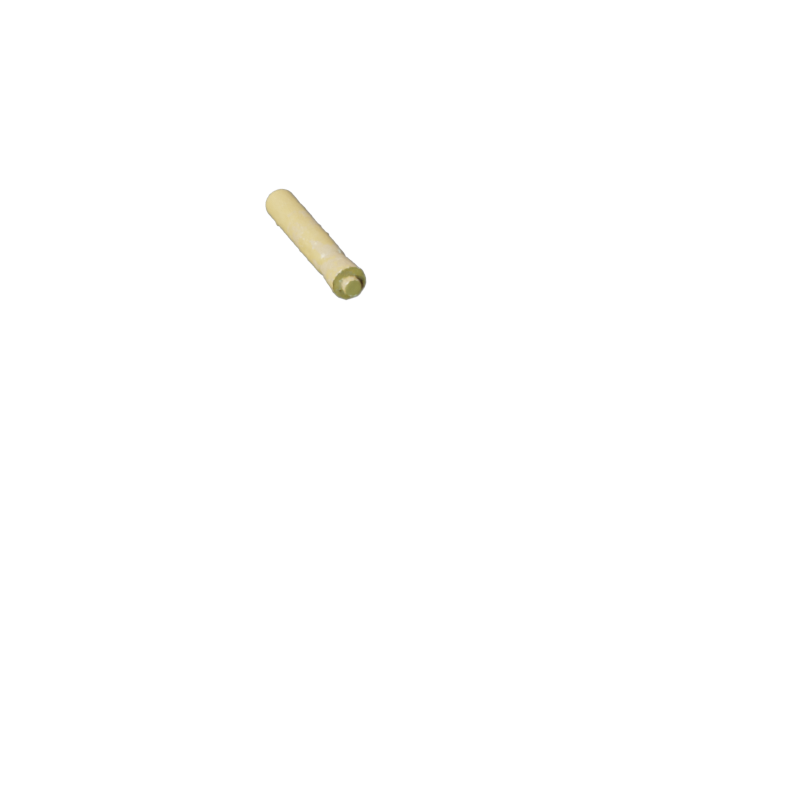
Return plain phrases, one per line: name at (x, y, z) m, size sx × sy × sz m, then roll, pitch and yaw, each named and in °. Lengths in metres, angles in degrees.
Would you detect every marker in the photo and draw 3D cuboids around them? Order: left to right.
marker at (-0.048, -0.087, 0.608) m, size 0.019 × 0.019 × 0.130 m, roll -2°, pitch 29°, yaw -24°
